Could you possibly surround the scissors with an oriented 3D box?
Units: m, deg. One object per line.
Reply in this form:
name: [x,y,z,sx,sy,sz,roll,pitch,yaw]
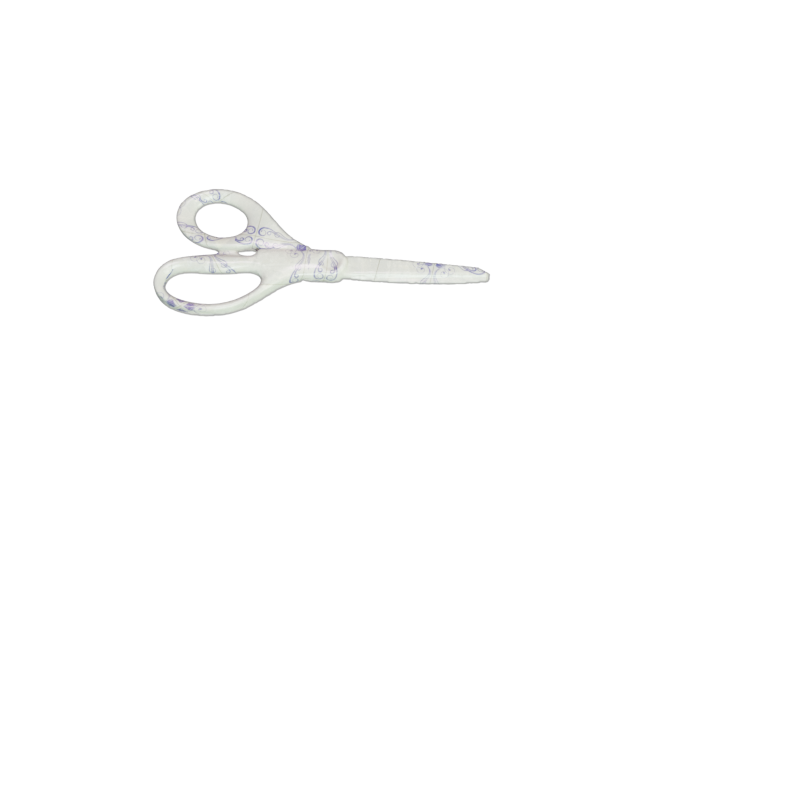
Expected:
scissors: [-0.054,-0.098,0.689,0.200,0.103,0.015,-10,-29,-6]
